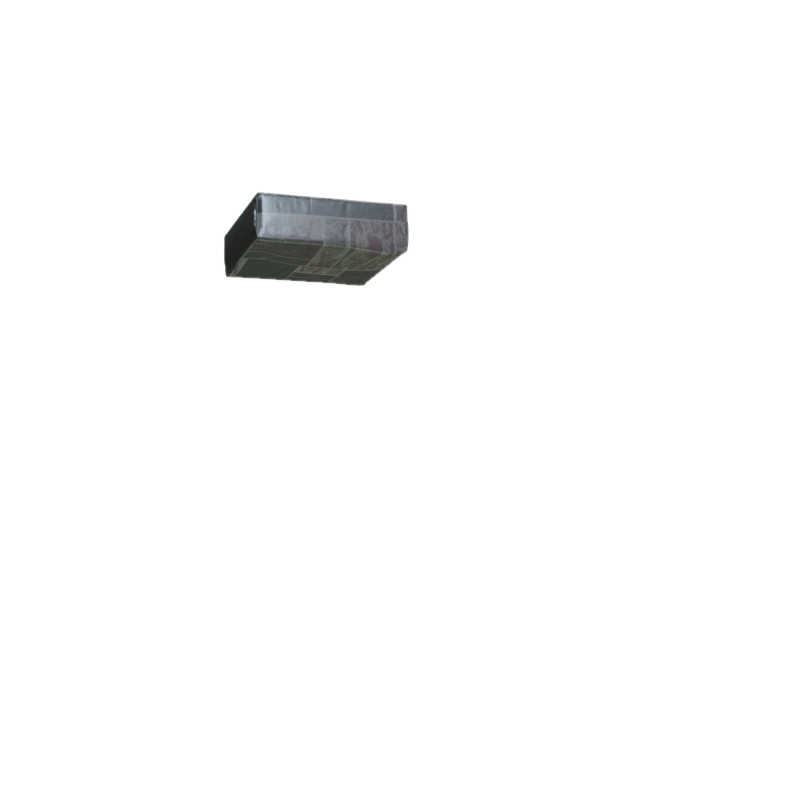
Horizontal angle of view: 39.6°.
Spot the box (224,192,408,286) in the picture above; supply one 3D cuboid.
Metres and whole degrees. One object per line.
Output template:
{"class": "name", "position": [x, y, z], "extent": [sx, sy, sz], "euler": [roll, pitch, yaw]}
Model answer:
{"class": "box", "position": [-0.062, -0.113, 0.792], "extent": [0.110, 0.040, 0.089], "euler": [4, -13, -20]}
